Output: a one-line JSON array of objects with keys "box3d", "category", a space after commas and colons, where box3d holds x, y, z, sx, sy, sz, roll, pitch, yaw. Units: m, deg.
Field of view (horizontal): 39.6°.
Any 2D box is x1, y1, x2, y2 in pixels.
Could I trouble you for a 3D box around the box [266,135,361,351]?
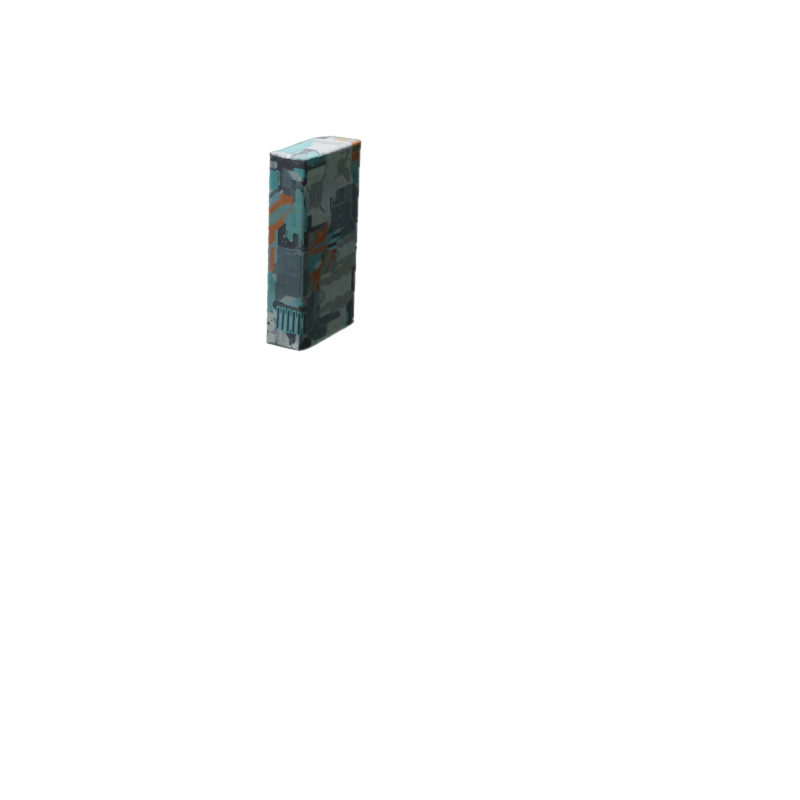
[{"box3d": [-0.077, -0.140, 0.982, 0.050, 0.169, 0.093, 11, 21, 27], "category": "box"}]
